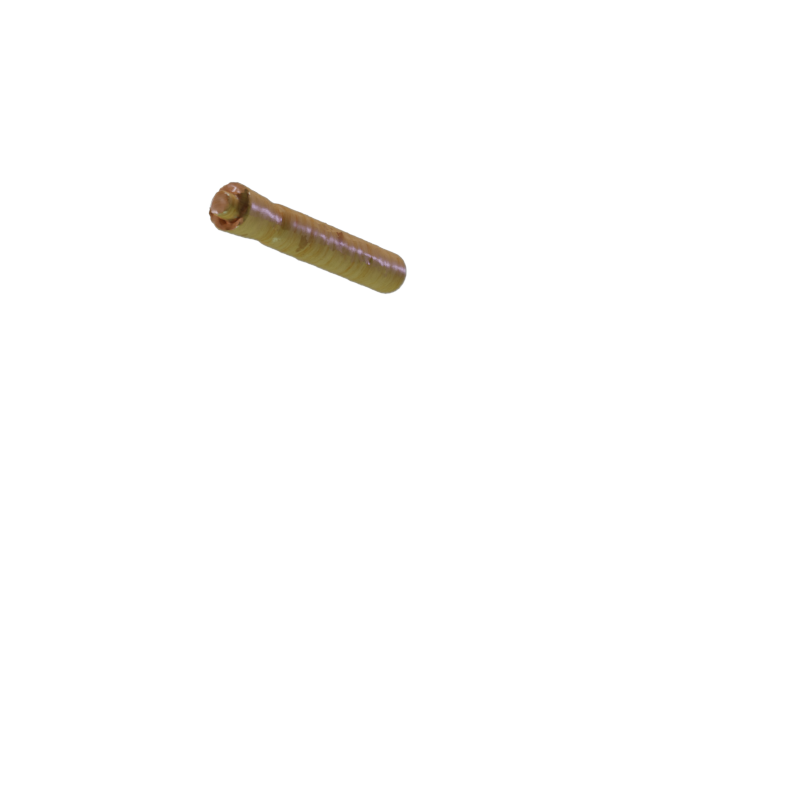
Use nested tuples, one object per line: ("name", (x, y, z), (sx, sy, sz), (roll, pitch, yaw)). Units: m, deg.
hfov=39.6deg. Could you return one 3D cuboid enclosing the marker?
("marker", (-0.035, -0.063, 0.443), (0.020, 0.020, 0.114), (3, -6, 32))
